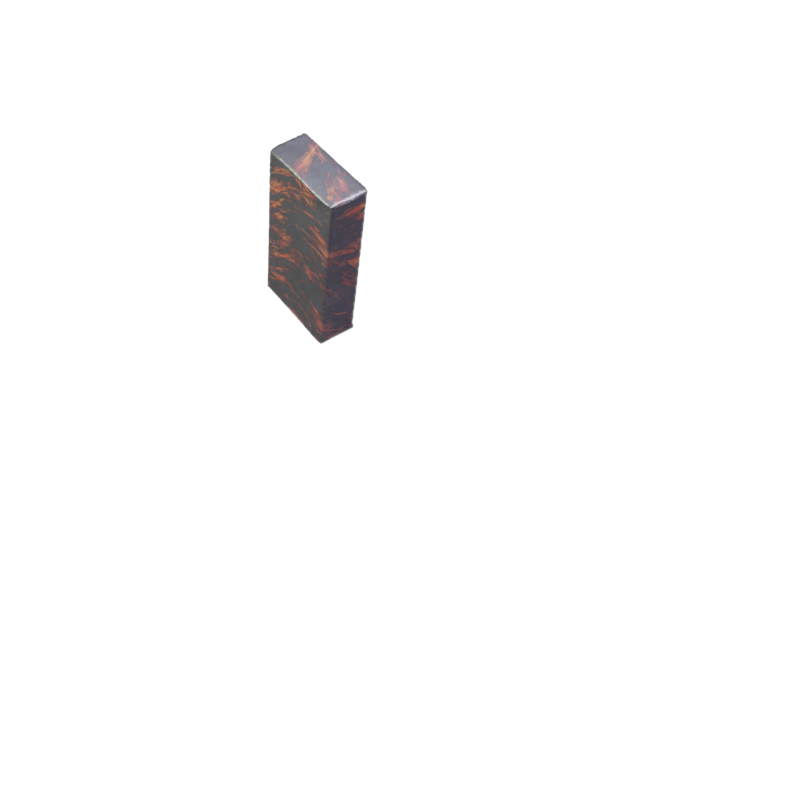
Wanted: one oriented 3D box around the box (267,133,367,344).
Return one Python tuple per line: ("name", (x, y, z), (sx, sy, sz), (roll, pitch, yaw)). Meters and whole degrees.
("box", (-0.078, -0.142, 0.994), (0.048, 0.164, 0.100), (-28, 57, -24))
